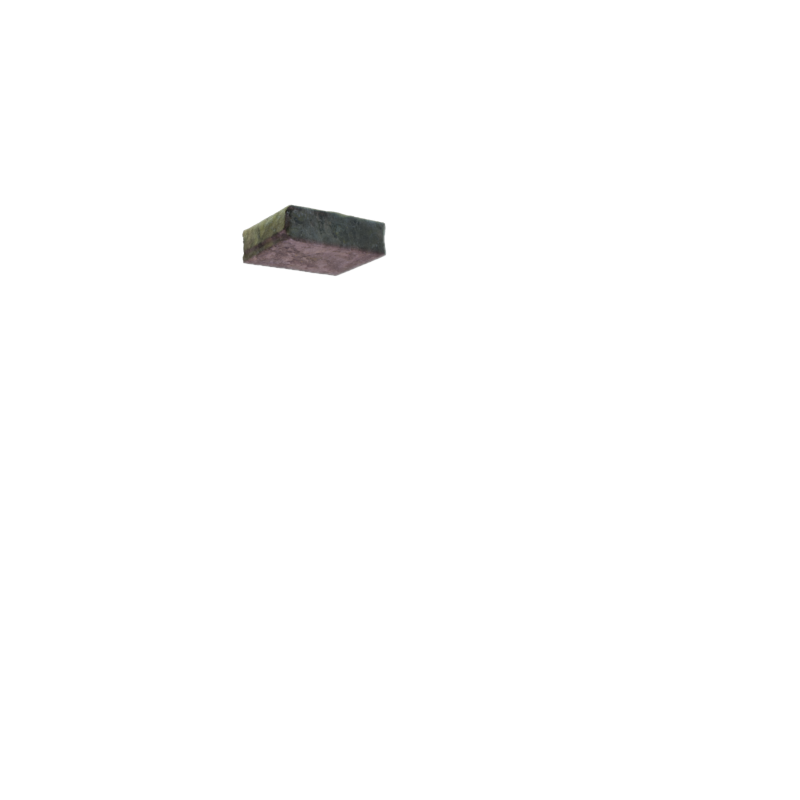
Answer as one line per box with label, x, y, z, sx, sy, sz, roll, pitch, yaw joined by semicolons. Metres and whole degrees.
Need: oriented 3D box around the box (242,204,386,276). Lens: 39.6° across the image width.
box;-0.067;-0.122;0.856;0.085;0.031;0.074;6;-12;-32
